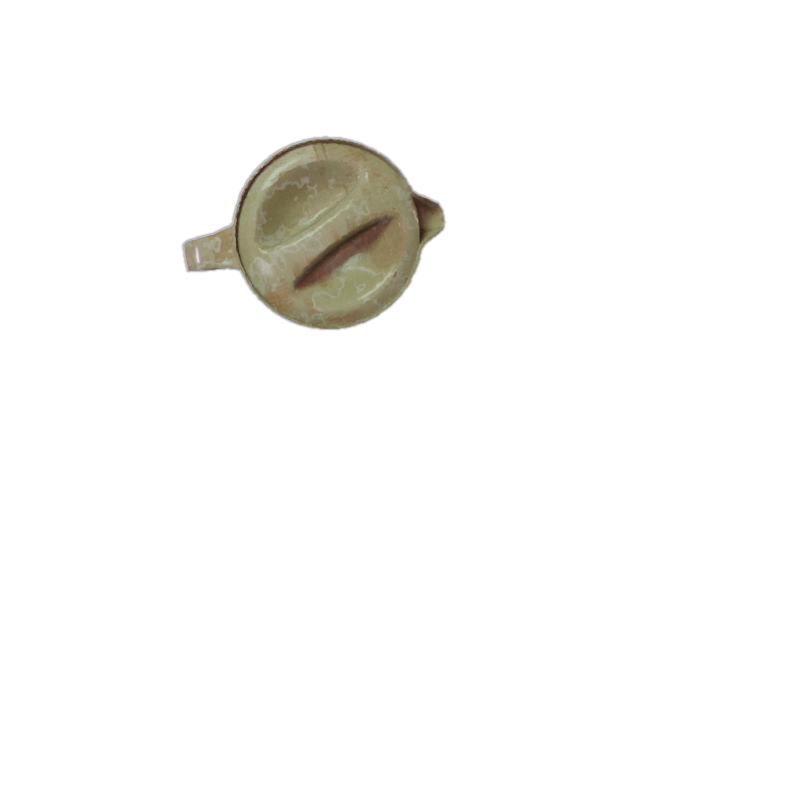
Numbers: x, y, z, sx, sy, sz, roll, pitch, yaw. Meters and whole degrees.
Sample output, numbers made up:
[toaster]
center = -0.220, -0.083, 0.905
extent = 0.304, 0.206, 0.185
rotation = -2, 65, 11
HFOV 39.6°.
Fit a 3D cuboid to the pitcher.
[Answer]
[pitcher]
center = -0.069, -0.126, 0.881
extent = 0.149, 0.145, 0.244
rotation = 35, 1, -4
